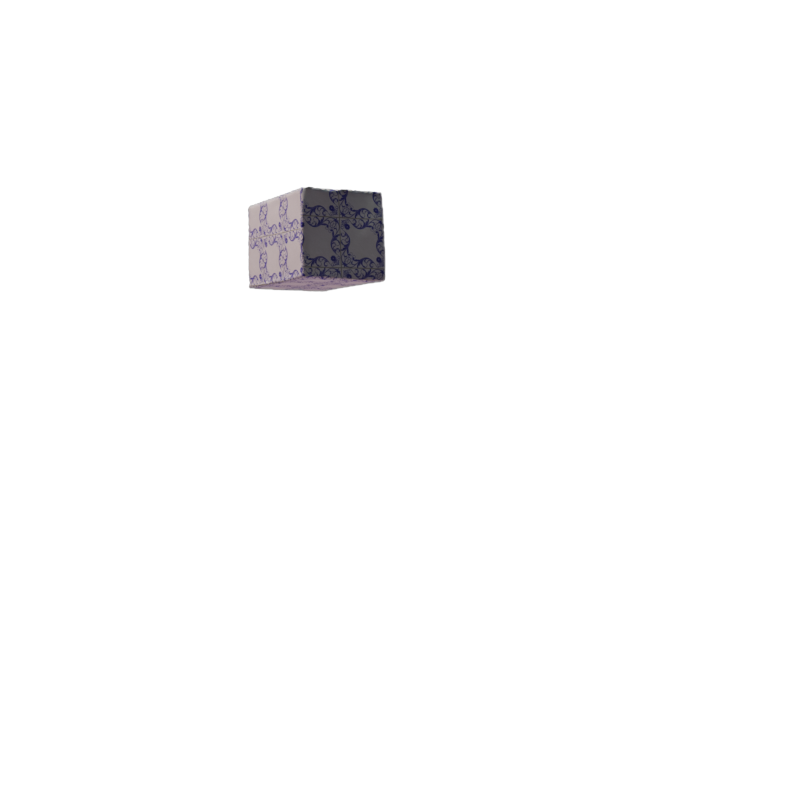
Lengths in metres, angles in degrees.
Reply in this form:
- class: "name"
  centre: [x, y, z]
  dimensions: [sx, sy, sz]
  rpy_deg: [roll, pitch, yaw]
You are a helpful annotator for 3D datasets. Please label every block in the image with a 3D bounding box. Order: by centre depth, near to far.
- class: "block"
  centre: [-0.050, -0.092, 0.642]
  dimensions: [0.051, 0.052, 0.080]
  rpy_deg: [2, -2, -30]
